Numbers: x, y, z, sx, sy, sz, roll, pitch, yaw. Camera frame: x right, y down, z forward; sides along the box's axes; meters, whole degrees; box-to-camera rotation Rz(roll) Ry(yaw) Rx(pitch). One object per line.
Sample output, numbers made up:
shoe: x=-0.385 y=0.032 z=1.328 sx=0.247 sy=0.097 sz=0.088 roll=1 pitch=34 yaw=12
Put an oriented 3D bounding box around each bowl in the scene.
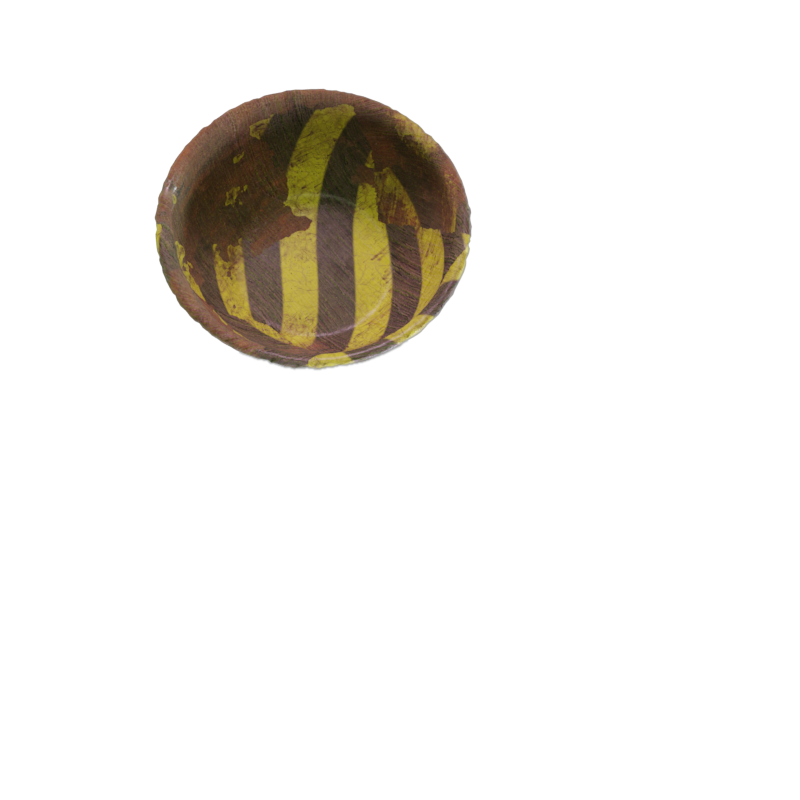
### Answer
bowl: x=-0.046 y=-0.084 z=0.589 sx=0.162 sy=0.171 sz=0.052 roll=-1 pitch=-25 yaw=-1
